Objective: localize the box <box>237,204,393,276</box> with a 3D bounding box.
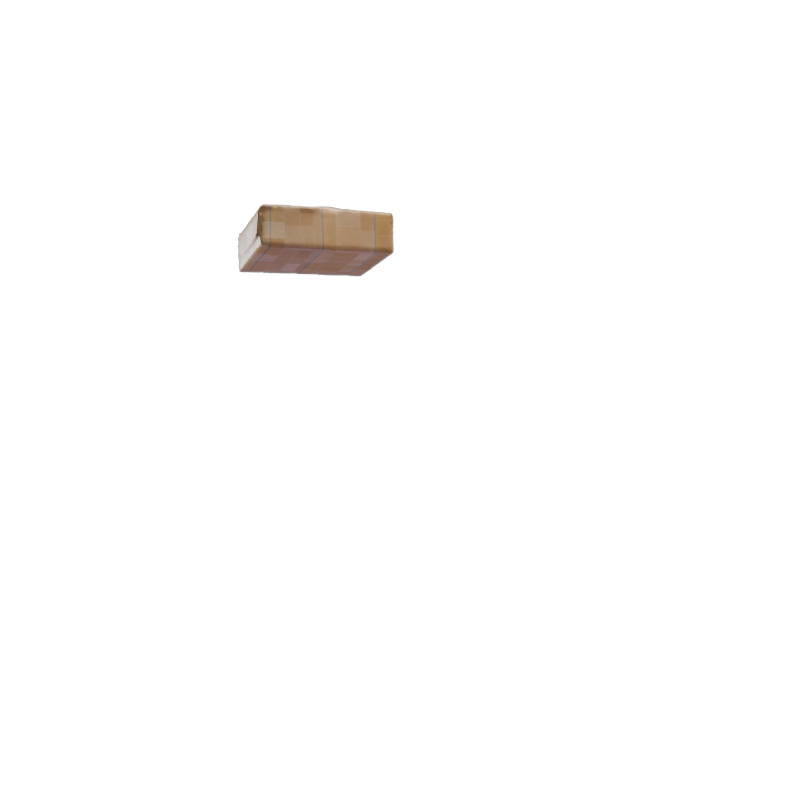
[{"bbox_3d":[-0.057,-0.104,0.726,0.087,0.031,0.073,2,-8,-15],"label":"box"}]
